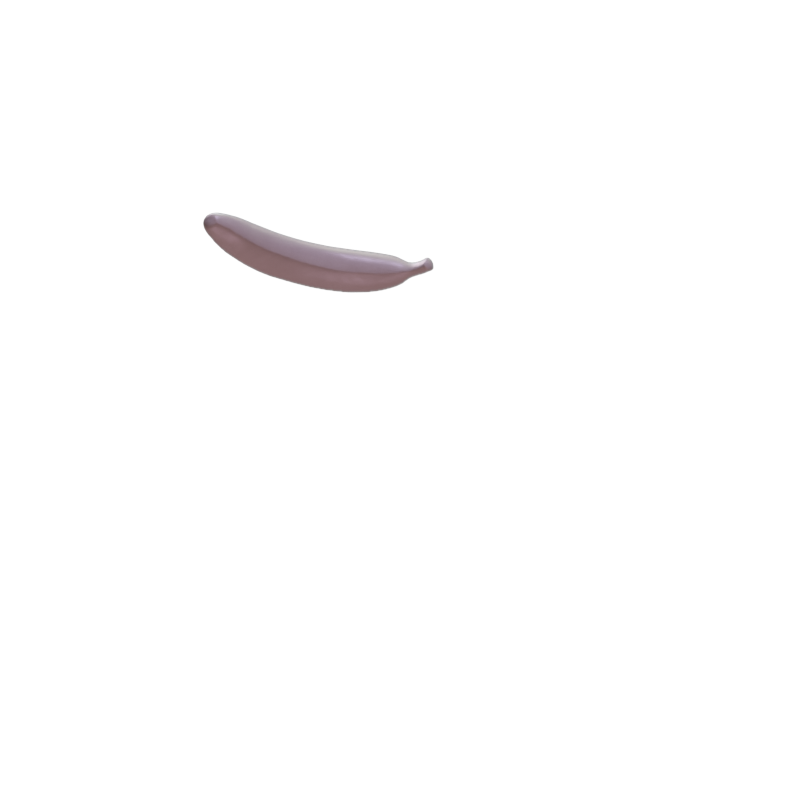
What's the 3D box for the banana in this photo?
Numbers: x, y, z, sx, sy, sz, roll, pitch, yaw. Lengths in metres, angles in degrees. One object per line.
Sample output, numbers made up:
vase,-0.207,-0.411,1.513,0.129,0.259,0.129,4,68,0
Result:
banana,-0.076,-0.124,0.946,0.193,0.039,0.067,8,-33,-14
